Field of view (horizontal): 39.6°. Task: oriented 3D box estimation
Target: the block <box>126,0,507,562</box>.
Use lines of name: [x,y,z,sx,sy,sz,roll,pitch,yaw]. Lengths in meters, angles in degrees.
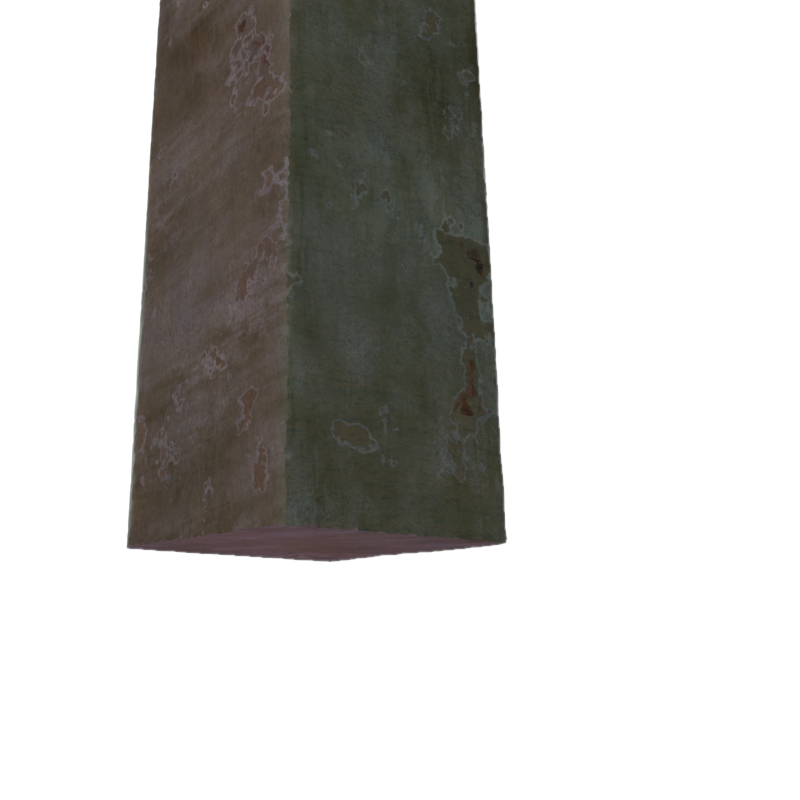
block: [-0.031,-0.055,0.388,0.086,0.216,0.091,14,-24,-38]
